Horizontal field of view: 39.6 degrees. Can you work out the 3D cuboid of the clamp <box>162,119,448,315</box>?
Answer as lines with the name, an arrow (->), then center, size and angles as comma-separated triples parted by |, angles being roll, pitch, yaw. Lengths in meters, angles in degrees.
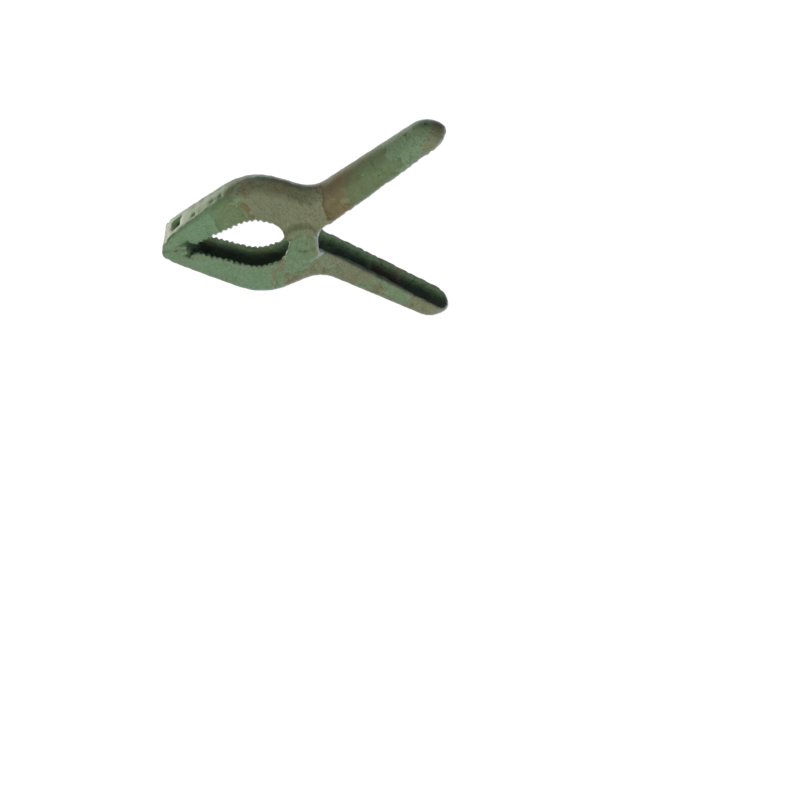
clamp -> -0.062, -0.113, 0.793 | 0.211, 0.152, 0.039 | -8, 40, 7
